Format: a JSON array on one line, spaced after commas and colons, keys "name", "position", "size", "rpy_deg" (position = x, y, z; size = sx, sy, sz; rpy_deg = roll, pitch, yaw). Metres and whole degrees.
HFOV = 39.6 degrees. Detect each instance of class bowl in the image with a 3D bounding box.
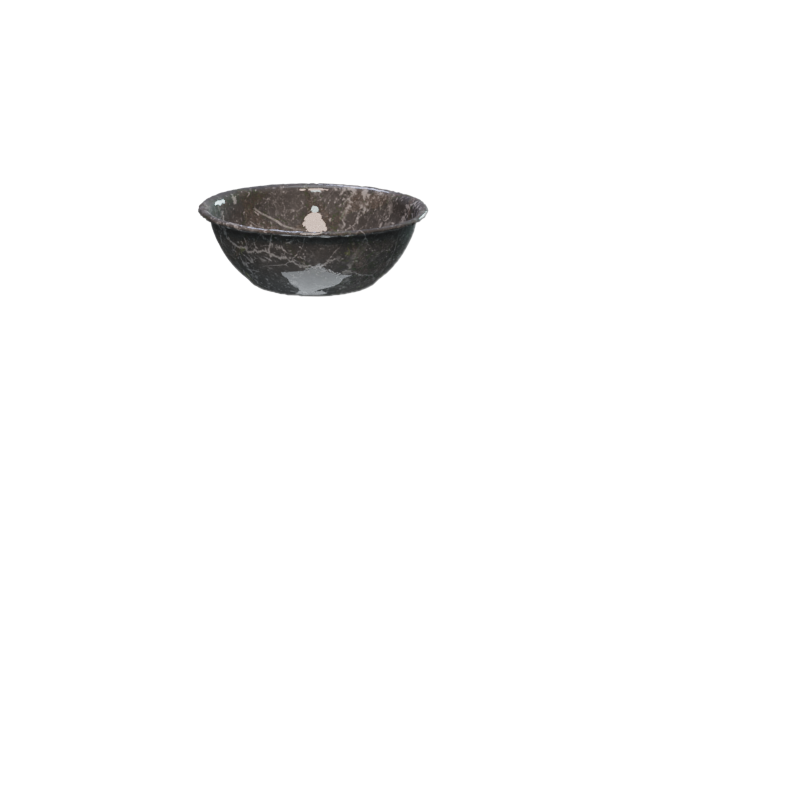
[{"name": "bowl", "position": [-0.062, -0.112, 0.787], "size": [0.162, 0.053, 0.169], "rpy_deg": [-1, 21, -2]}]
